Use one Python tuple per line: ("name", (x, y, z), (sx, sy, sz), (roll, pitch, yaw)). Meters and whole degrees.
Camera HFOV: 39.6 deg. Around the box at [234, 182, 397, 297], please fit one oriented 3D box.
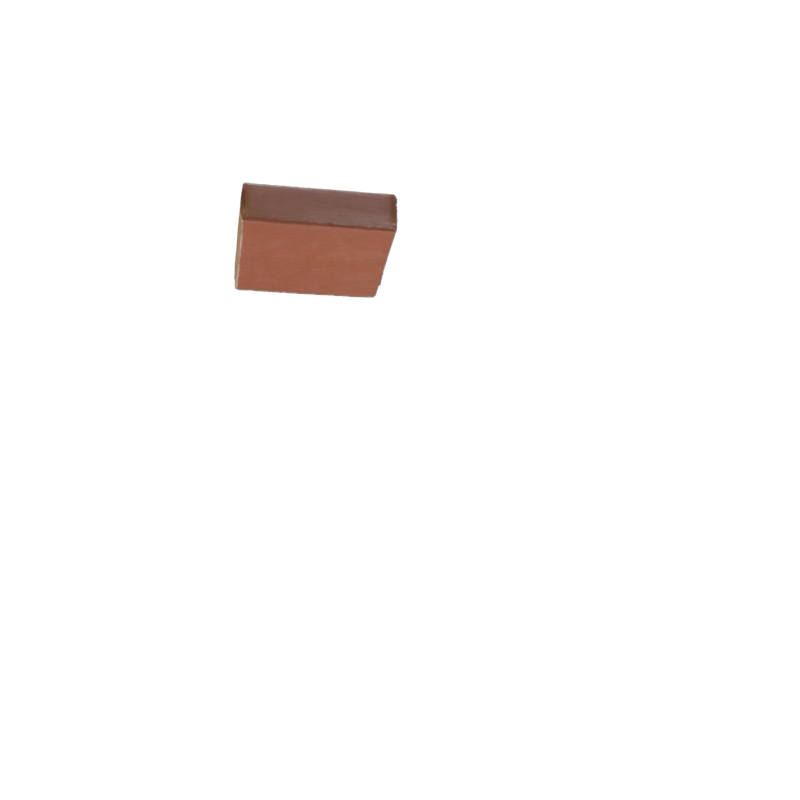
("box", (-0.051, -0.092, 0.648), (0.088, 0.032, 0.069), (3, -29, -7))
